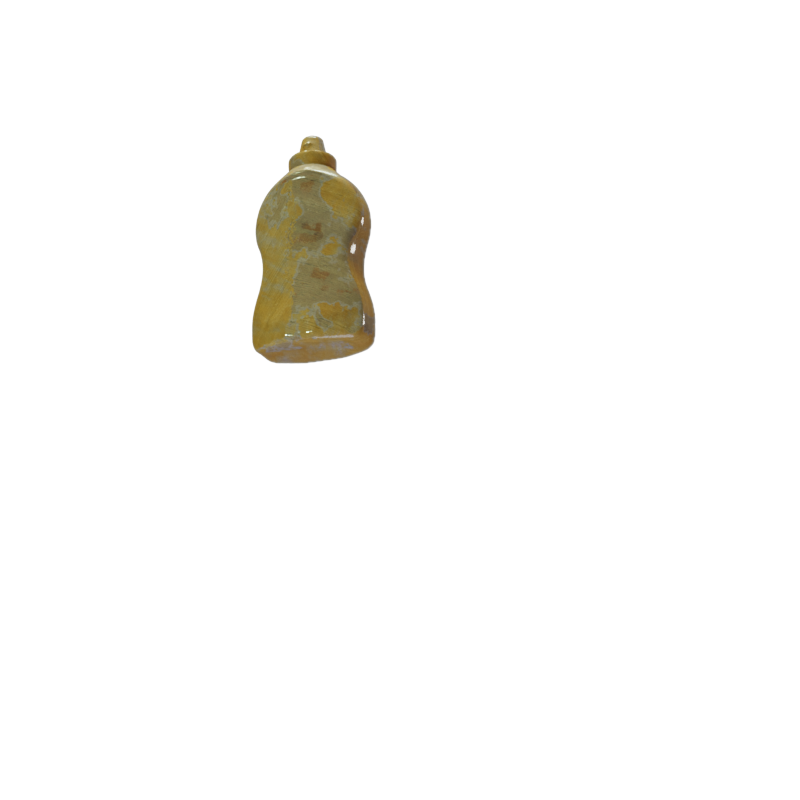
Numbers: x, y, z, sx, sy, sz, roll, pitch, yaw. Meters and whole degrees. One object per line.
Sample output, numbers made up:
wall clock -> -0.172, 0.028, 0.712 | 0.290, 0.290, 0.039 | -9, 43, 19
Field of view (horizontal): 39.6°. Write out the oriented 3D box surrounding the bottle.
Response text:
bottle -> -0.071, -0.130, 0.908 | 0.098, 0.202, 0.054 | -11, -26, 20
